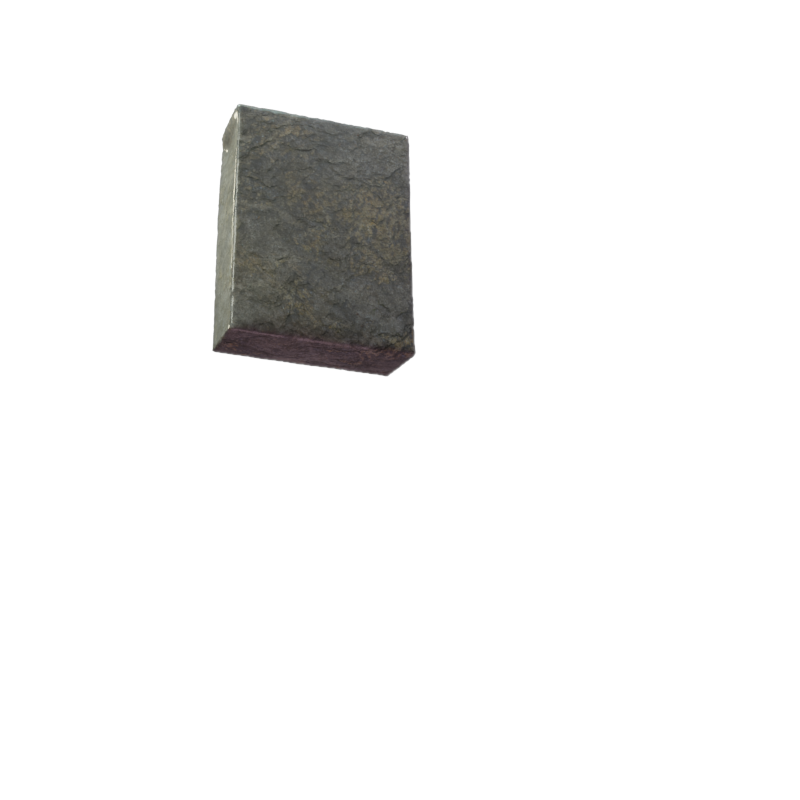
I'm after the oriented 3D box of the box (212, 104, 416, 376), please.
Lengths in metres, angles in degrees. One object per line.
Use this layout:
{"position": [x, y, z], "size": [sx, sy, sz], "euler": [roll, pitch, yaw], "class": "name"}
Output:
{"position": [-0.076, -0.138, 0.967], "size": [0.159, 0.226, 0.070], "euler": [7, -26, -19], "class": "box"}
